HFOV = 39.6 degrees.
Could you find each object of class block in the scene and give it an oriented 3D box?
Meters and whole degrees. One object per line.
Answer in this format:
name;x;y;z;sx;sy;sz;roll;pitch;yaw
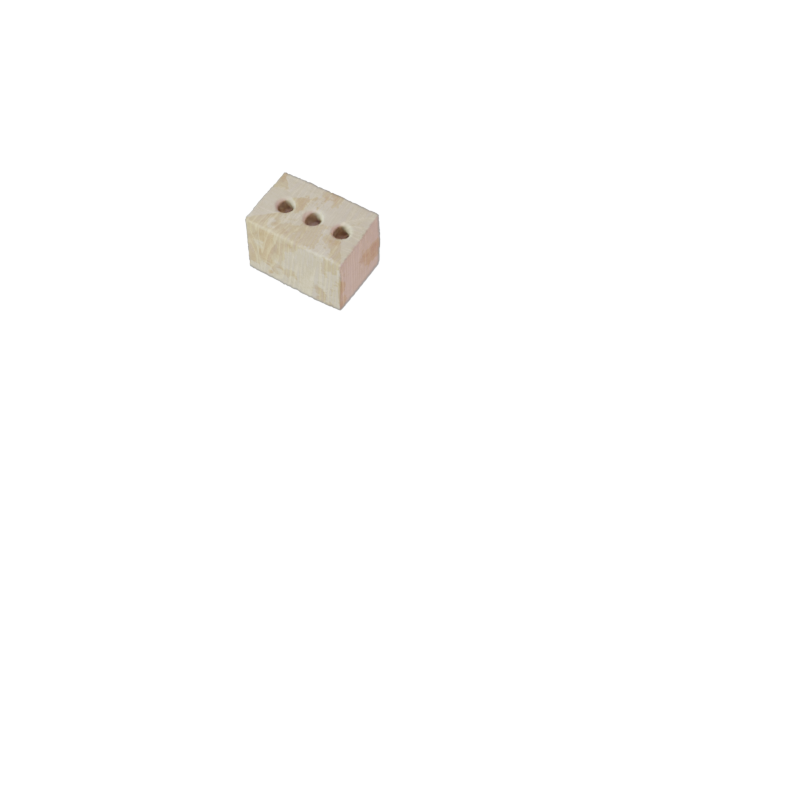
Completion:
block;-0.059;-0.108;0.756;0.081;0.054;0.048;26;-33;17
